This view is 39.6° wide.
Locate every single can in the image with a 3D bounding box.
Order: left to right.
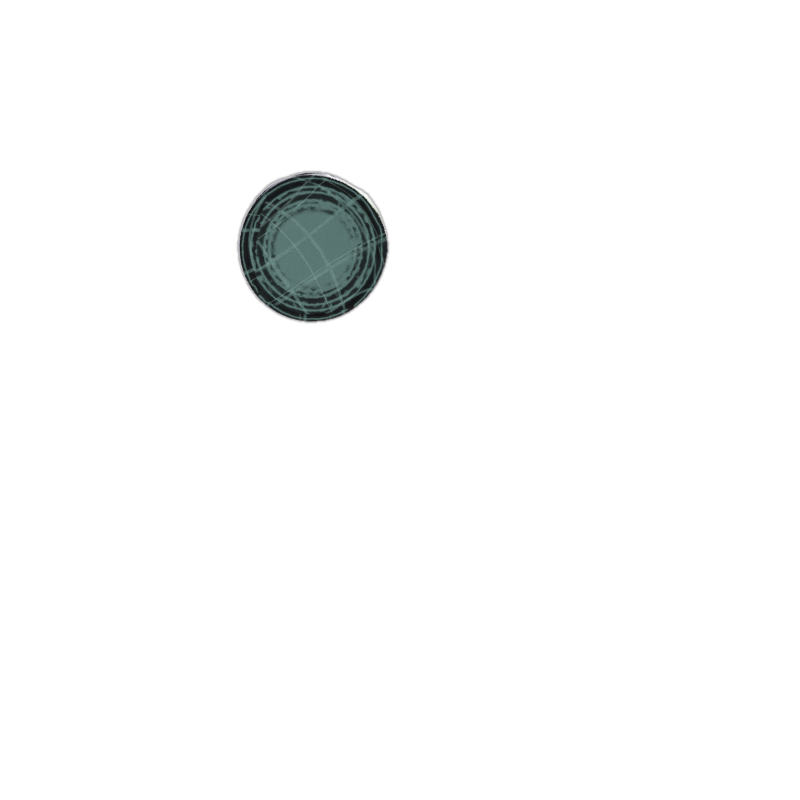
[{"bbox_3d":[-0.042,-0.077,0.538,0.068,0.068,0.104,0,9,-3],"label":"can"}]
